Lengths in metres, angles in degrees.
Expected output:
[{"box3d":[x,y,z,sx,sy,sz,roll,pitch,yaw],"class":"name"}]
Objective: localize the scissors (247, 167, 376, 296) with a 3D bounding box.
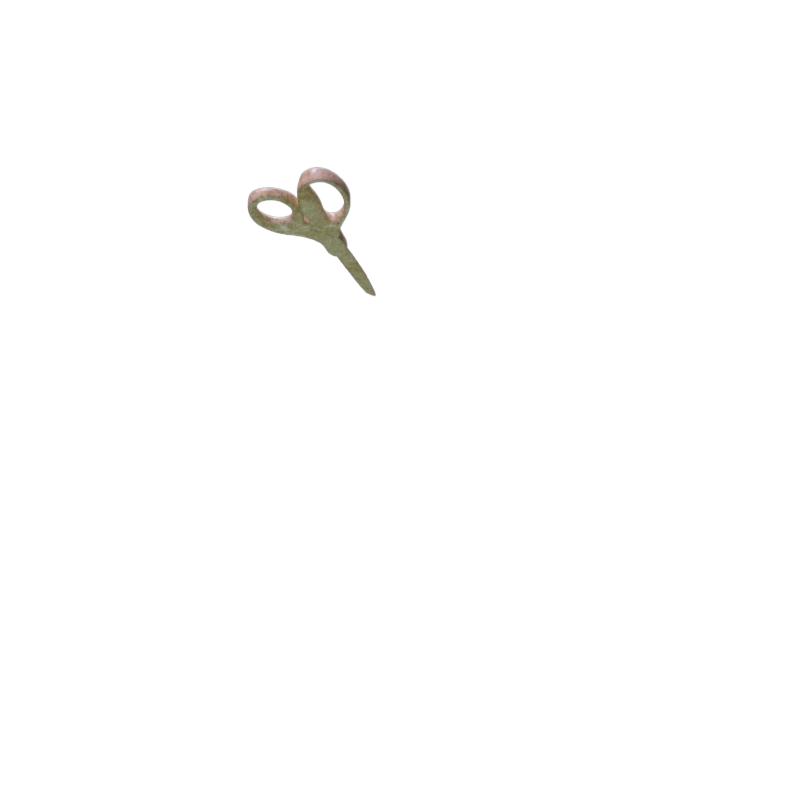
[{"box3d":[-0.077,-0.140,0.980,0.097,0.017,0.188,-2,-27,4],"class":"scissors"}]
